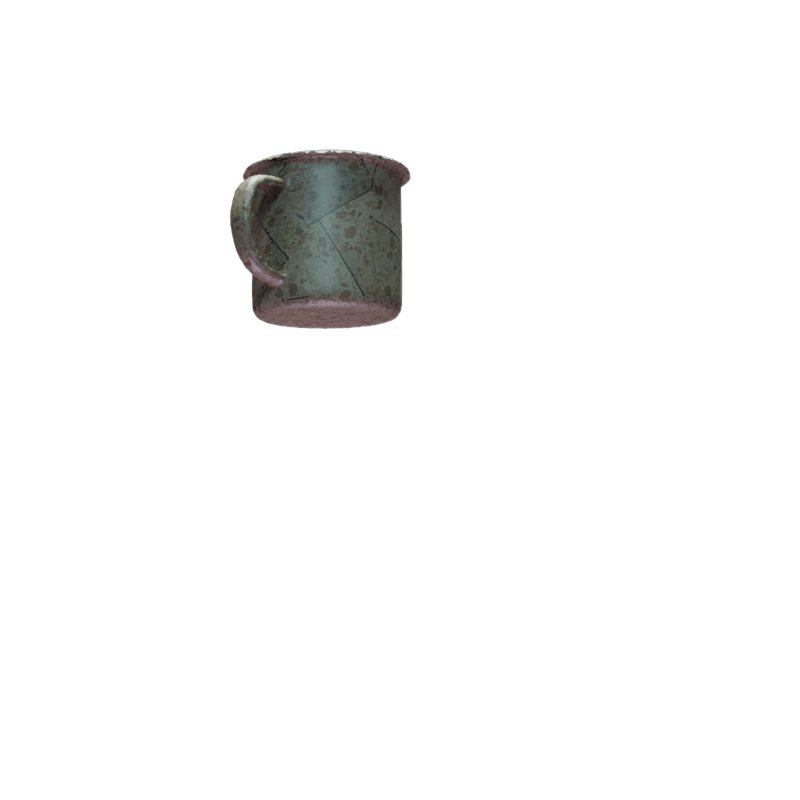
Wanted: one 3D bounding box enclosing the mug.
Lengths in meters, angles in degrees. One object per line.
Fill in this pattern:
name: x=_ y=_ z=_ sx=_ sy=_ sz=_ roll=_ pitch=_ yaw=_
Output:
mug: x=-0.047 y=-0.085 z=0.598 sx=0.096 sy=0.084 sz=0.111 roll=-7 pitch=-10 yaw=35
